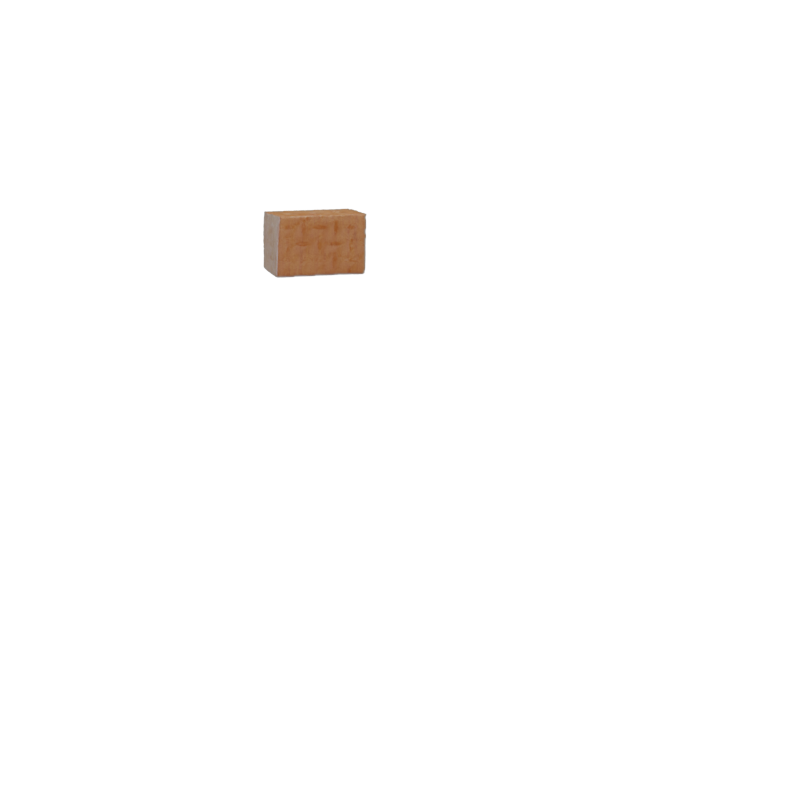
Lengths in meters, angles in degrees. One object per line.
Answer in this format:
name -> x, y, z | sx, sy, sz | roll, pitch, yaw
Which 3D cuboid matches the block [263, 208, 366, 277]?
block -> -0.073, -0.134, 0.939 | 0.076, 0.050, 0.055 | -4, 13, -18
